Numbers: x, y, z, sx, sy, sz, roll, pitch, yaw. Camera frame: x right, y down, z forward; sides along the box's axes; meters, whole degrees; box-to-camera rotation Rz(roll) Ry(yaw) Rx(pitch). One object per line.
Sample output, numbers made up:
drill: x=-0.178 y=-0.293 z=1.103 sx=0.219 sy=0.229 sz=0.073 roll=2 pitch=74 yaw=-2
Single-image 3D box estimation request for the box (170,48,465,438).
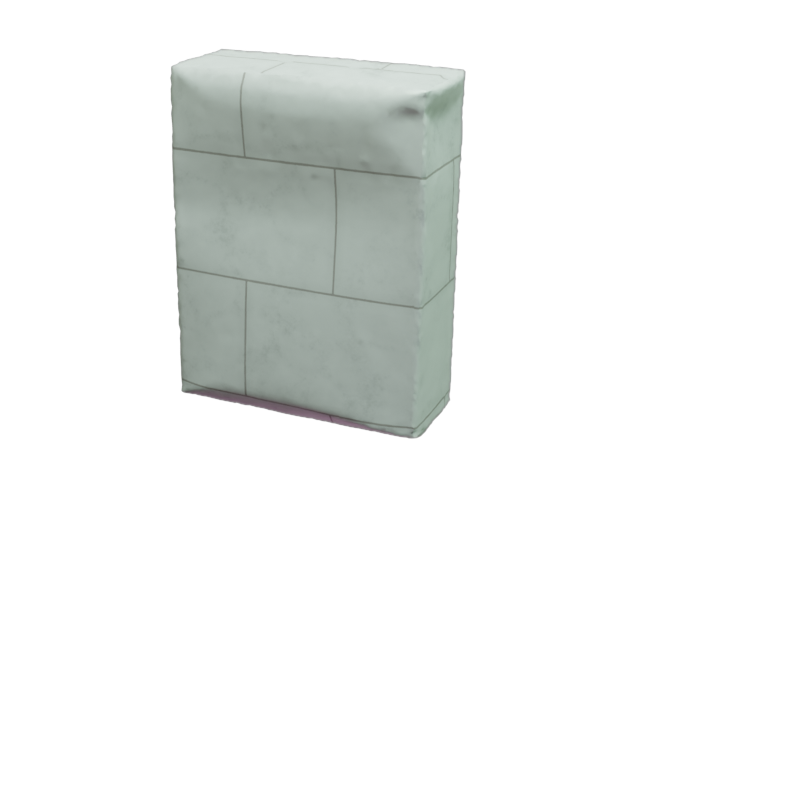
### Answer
box: x=-0.053 y=-0.096 z=0.671 sx=0.170 sy=0.204 sz=0.073 roll=11 pitch=23 yaw=22
